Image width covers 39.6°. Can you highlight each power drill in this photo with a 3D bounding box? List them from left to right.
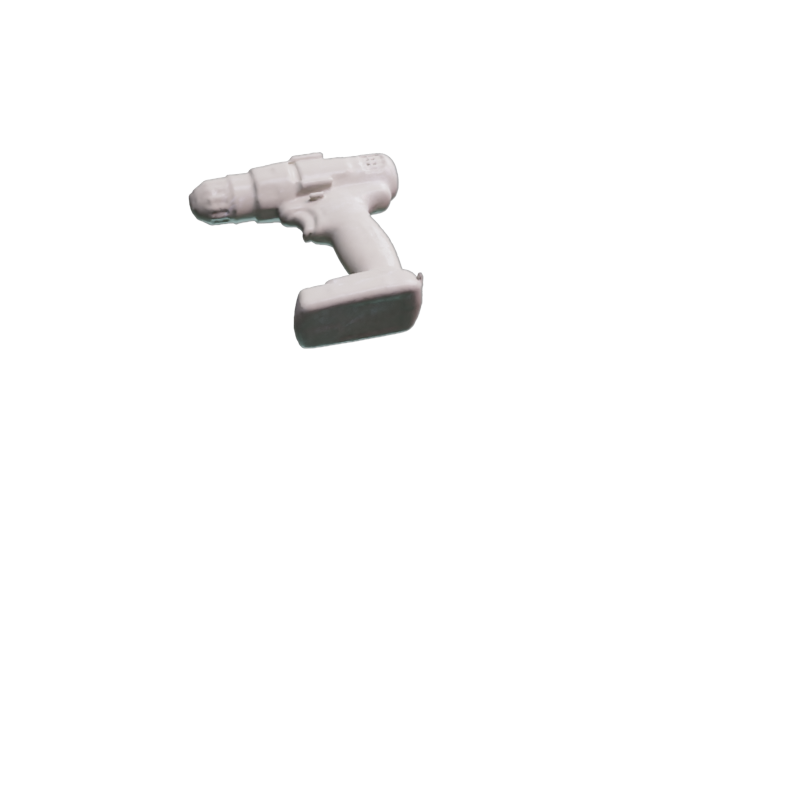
[{"bbox_3d":[-0.072,-0.131,0.919,0.183,0.203,0.053,-12,-40,-10],"label":"power drill"}]
